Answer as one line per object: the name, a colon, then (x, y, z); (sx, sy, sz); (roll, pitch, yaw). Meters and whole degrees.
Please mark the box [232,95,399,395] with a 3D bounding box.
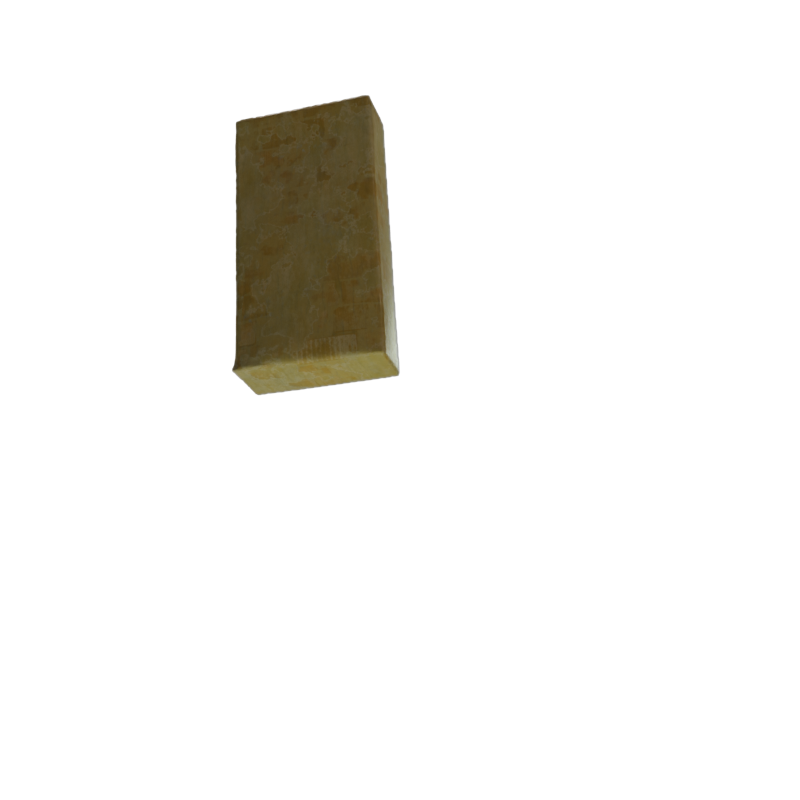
box: (-0.053, -0.097, 0.682); (0.094, 0.187, 0.045); (-9, -29, 14)
